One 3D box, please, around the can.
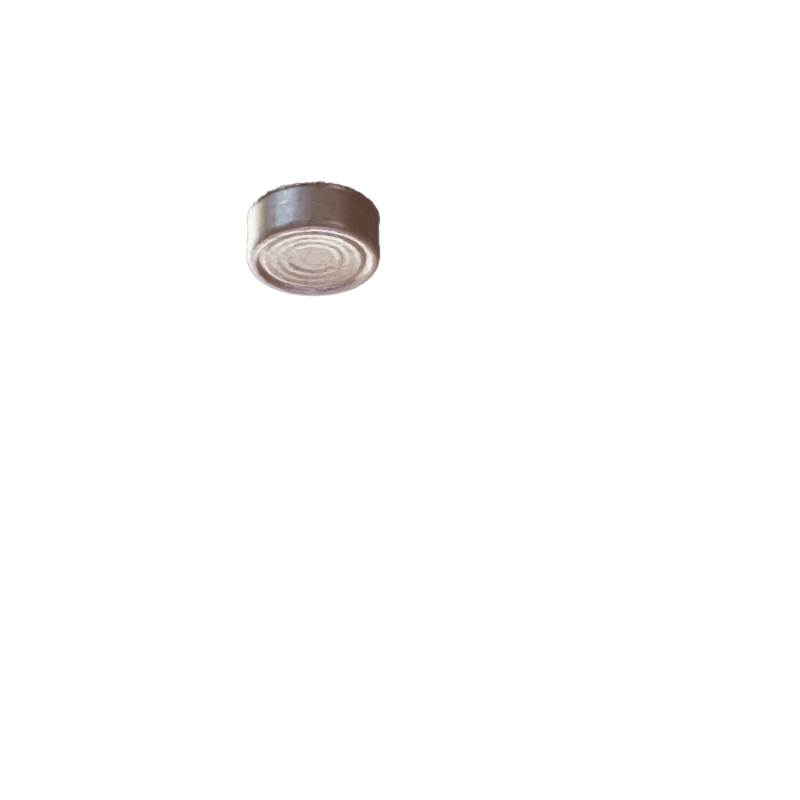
[{"bbox_3d":[-0.055,-0.101,0.705,0.086,0.036,0.081,1,-28,-2],"label":"can"}]
